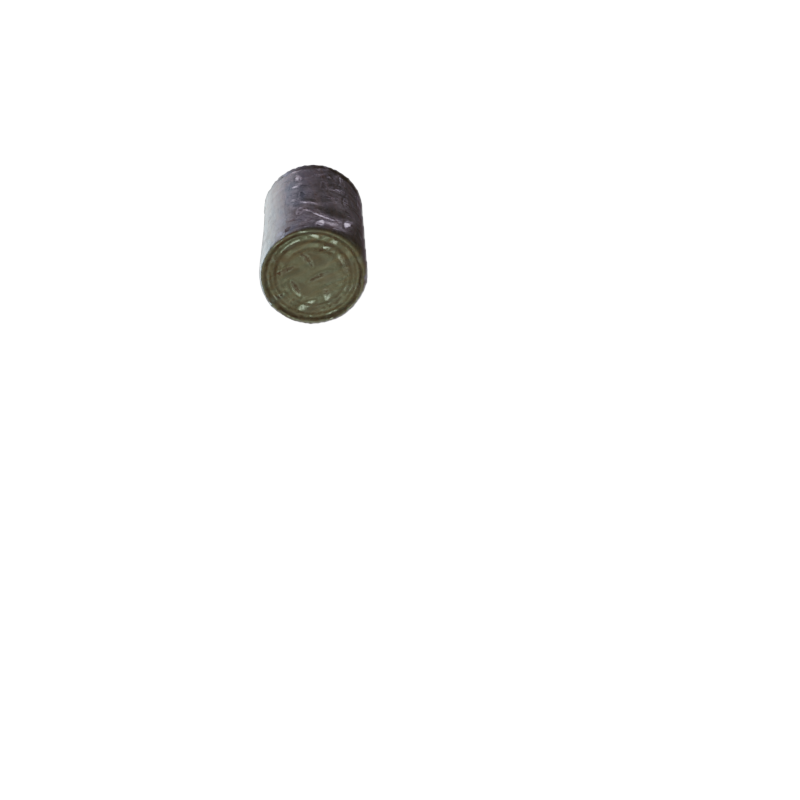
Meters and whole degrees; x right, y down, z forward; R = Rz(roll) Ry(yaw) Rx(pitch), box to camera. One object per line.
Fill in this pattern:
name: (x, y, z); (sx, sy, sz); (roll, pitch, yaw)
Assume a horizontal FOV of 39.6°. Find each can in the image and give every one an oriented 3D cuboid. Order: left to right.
can: (-0.056, -0.103, 0.718); (0.068, 0.065, 0.109); (0, 30, -3)
